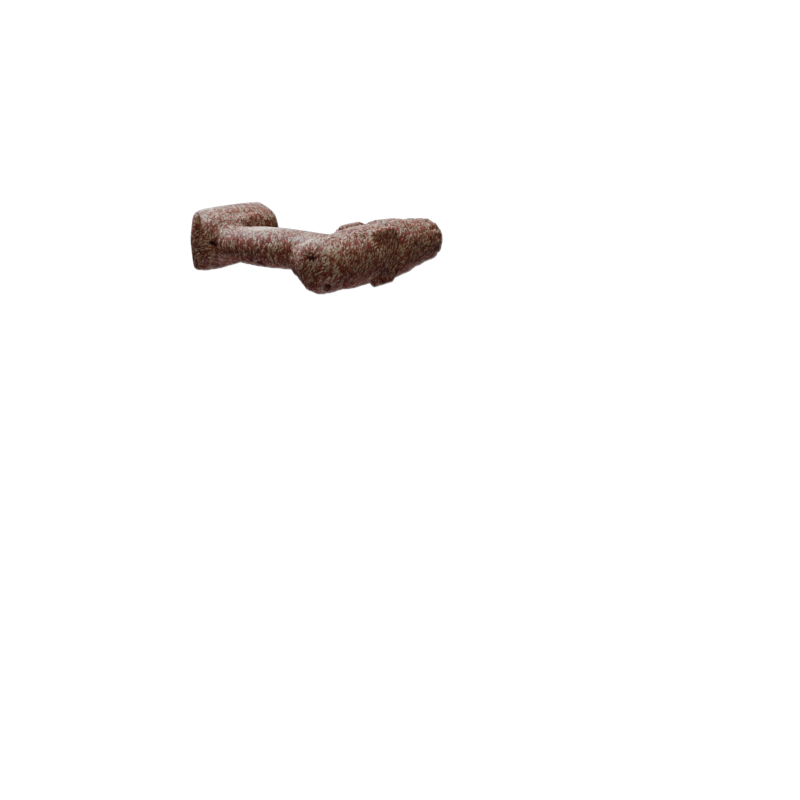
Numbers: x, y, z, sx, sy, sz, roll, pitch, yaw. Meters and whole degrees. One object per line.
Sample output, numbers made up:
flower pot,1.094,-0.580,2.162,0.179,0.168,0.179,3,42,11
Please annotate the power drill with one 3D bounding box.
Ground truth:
power drill,-0.077,-0.140,0.984,0.196,0.056,0.181,11,18,34
